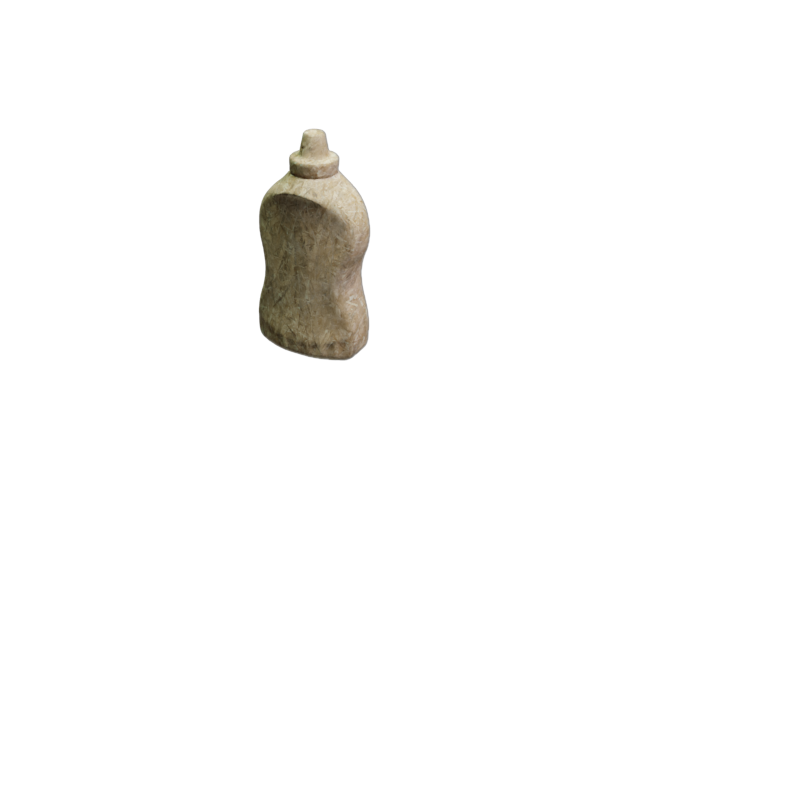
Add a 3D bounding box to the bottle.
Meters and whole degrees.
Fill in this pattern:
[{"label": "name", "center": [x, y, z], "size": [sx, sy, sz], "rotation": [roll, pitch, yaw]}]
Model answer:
[{"label": "bottle", "center": [-0.072, -0.132, 0.925], "size": [0.101, 0.182, 0.059], "rotation": [17, 29, 28]}]
